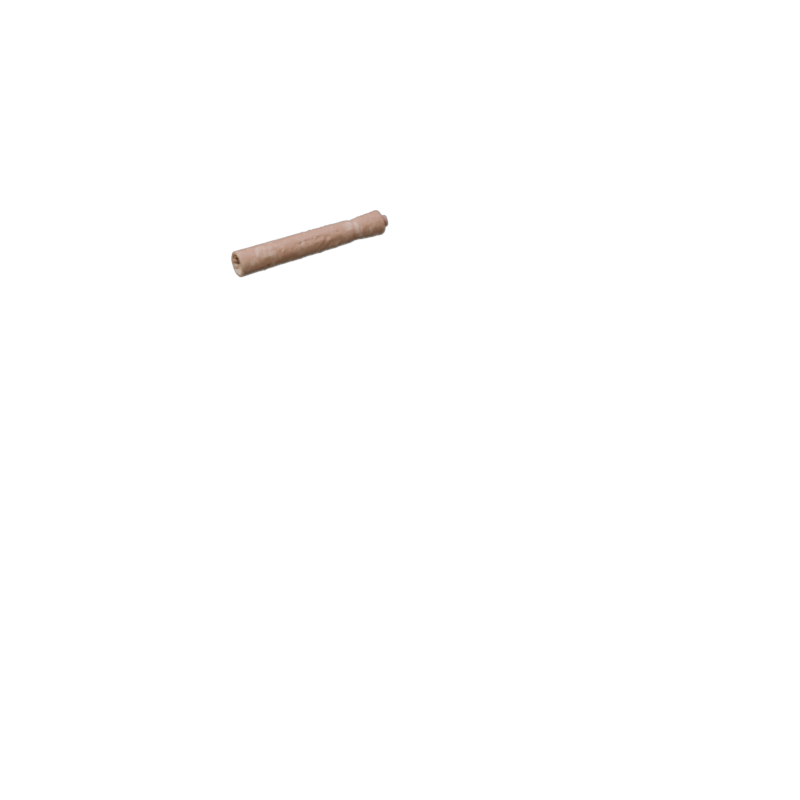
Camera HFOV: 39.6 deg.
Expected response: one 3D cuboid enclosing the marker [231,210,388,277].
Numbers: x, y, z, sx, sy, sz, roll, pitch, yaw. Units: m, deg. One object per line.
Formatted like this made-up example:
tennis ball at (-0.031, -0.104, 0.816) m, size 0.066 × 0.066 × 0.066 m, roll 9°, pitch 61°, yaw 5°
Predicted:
marker at (-0.062, -0.112, 0.787) m, size 0.120 × 0.019 × 0.020 m, roll -20°, pitch 13°, yaw -24°
